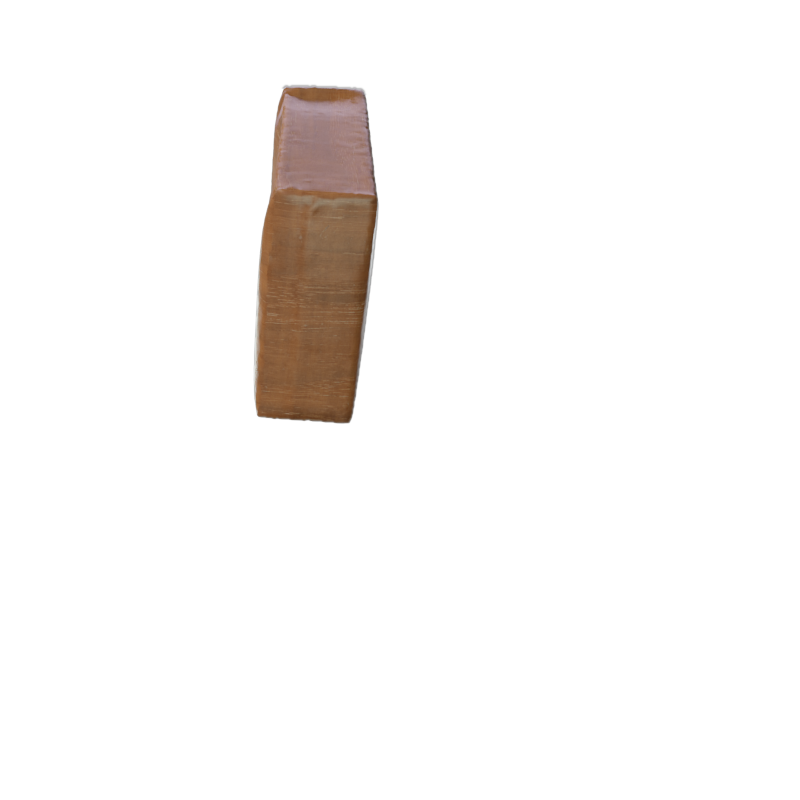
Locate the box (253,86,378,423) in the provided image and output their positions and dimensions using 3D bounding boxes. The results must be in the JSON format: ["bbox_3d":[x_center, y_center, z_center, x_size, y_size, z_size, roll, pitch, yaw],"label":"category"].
[{"bbox_3d":[-0.061,-0.112,0.781,0.071,0.155,0.227,4,30,-6],"label":"box"}]
